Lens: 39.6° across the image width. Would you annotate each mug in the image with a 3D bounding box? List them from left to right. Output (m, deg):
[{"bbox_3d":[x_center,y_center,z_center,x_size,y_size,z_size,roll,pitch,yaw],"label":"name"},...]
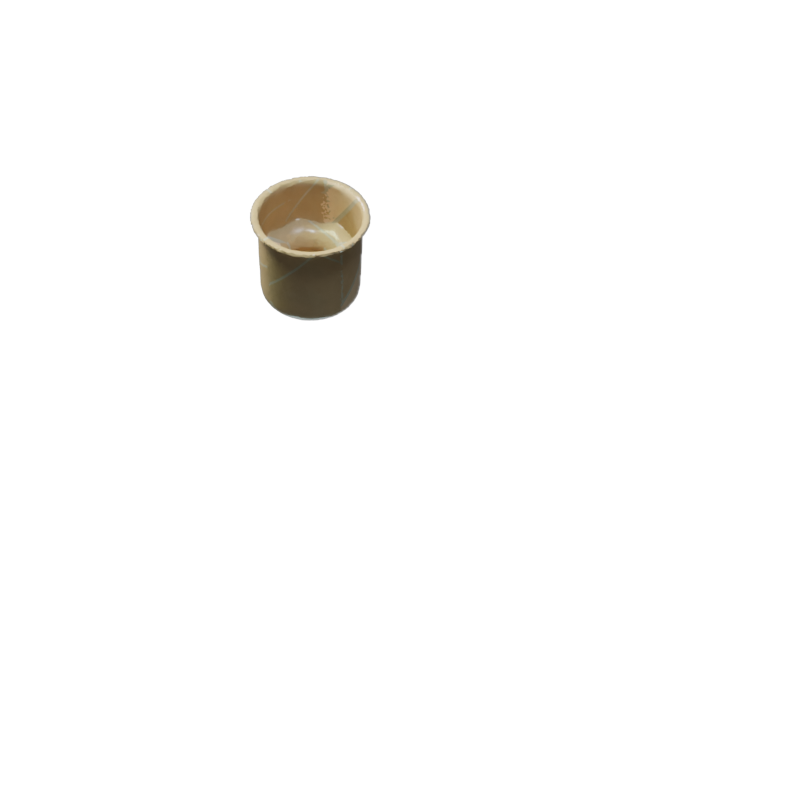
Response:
[{"bbox_3d":[-0.070,-0.127,0.890,0.094,0.124,0.076,7,-42,5],"label":"mug"}]
